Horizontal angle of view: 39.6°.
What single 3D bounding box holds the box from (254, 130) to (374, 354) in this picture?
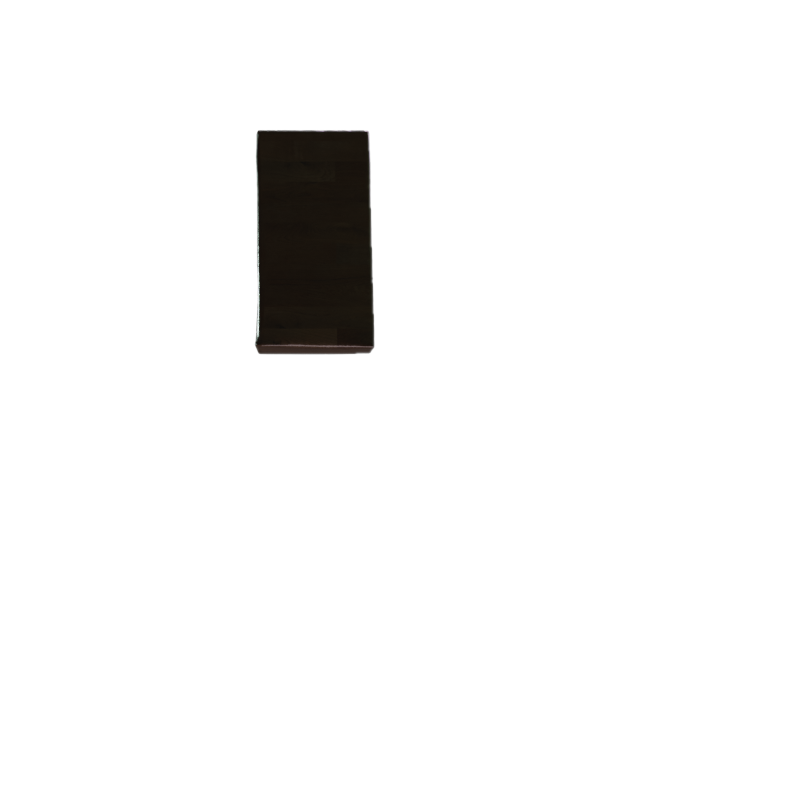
[{"bbox_3d":[-0.069,-0.126,0.885,0.093,0.182,0.047,0,-14,-3],"label":"box"}]
